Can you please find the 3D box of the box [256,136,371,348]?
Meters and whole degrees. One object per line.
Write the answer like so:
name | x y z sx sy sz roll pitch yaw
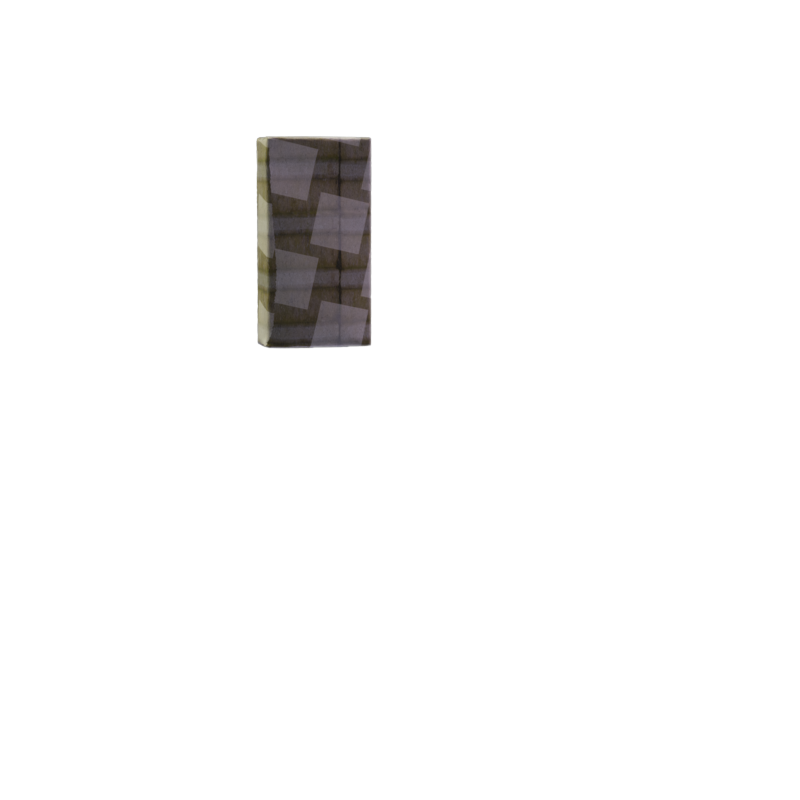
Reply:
box | -0.073 -0.133 0.933 0.091 0.175 0.049 -1 2 -18
